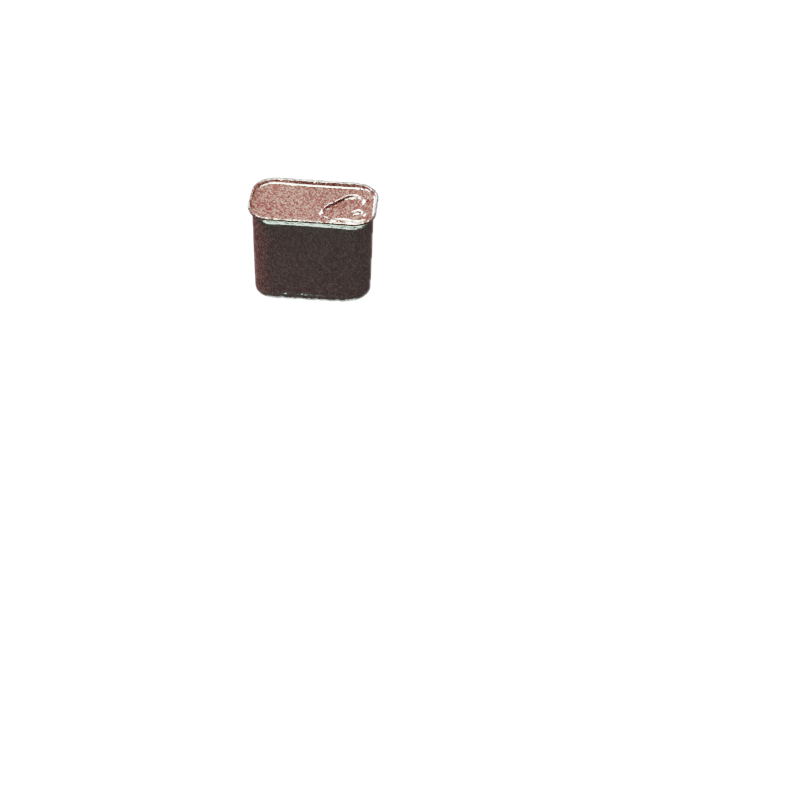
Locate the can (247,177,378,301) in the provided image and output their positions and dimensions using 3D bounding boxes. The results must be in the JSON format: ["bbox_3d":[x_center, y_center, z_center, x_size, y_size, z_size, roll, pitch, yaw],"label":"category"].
[{"bbox_3d":[-0.071,-0.129,0.903,0.102,0.078,0.061,4,41,3],"label":"can"}]
